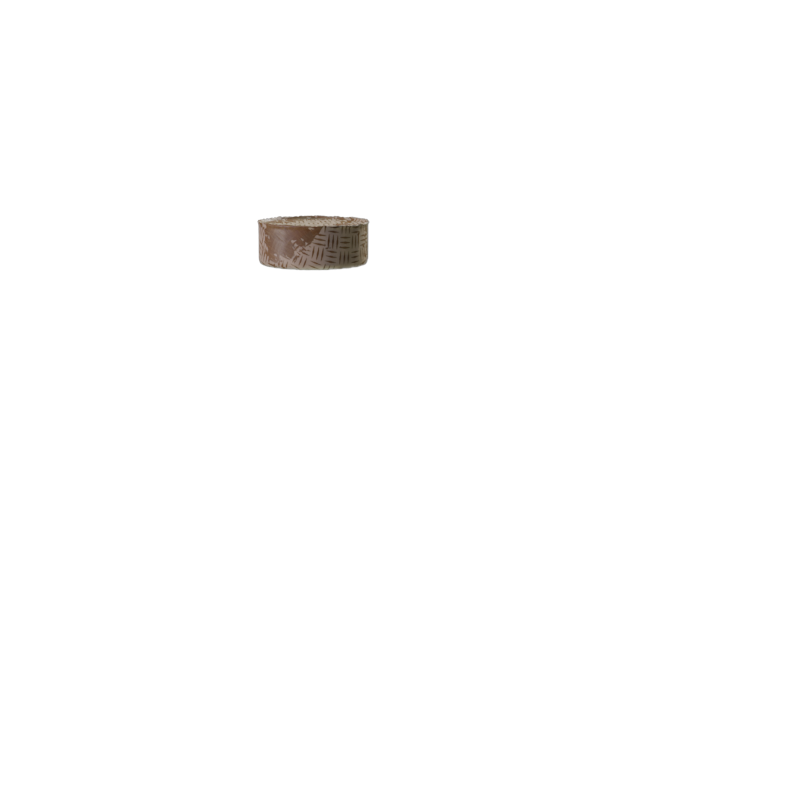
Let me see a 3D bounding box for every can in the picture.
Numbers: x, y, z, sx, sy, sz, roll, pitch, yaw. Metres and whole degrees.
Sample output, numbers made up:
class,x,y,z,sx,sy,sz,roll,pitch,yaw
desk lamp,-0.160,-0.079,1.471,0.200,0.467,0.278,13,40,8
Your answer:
class,x,y,z,sx,sy,sz,roll,pitch,yaw
can,-0.067,-0.121,0.850,0.086,0.033,0.088,0,13,-2
